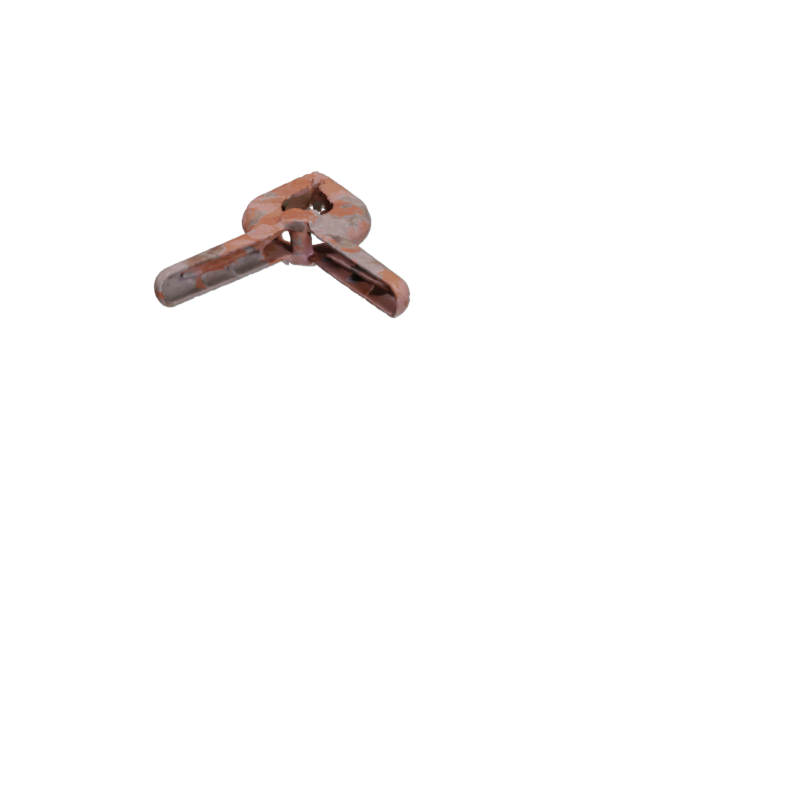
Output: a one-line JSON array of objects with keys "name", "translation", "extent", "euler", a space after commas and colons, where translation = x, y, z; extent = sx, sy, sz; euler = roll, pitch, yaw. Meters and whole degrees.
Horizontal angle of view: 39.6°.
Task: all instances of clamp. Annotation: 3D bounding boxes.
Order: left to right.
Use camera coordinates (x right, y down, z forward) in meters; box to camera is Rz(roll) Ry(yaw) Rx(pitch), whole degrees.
[{"name": "clamp", "translation": [-0.061, -0.112, 0.783], "extent": [0.168, 0.034, 0.218], "euler": [6, 30, 10]}]
